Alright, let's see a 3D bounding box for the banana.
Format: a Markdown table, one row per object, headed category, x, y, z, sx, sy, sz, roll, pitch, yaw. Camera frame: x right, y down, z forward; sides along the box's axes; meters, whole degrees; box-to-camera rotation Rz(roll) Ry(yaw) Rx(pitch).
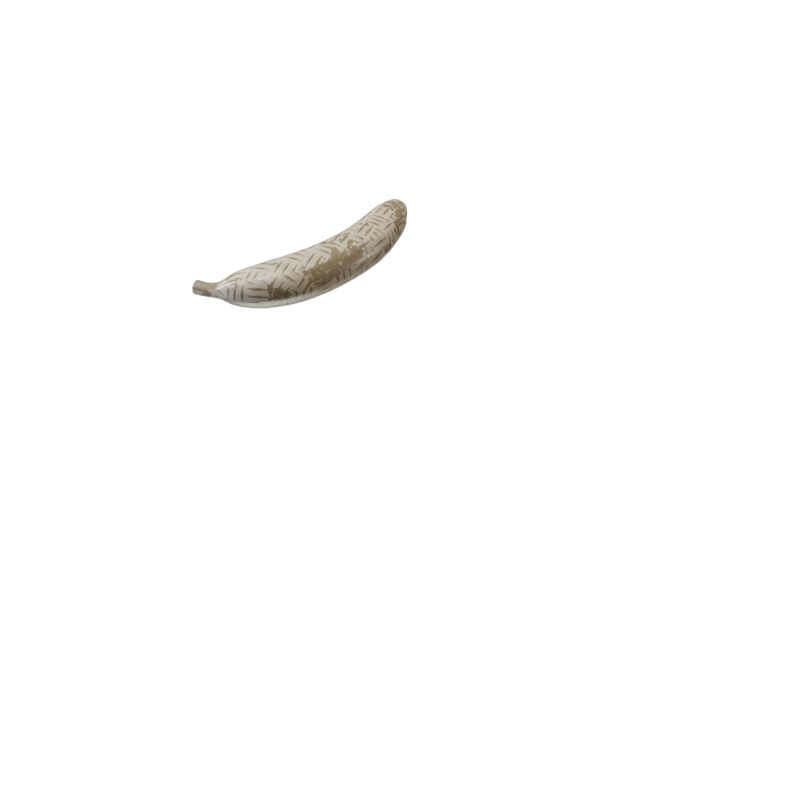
| category | x | y | z | sx | sy | sz | roll | pitch | yaw |
| --- | --- | --- | --- | --- | --- | --- | --- | --- | --- |
| banana | -0.060 | -0.113 | 0.859 | 0.196 | 0.034 | 0.075 | -25 | 46 | -27 |
